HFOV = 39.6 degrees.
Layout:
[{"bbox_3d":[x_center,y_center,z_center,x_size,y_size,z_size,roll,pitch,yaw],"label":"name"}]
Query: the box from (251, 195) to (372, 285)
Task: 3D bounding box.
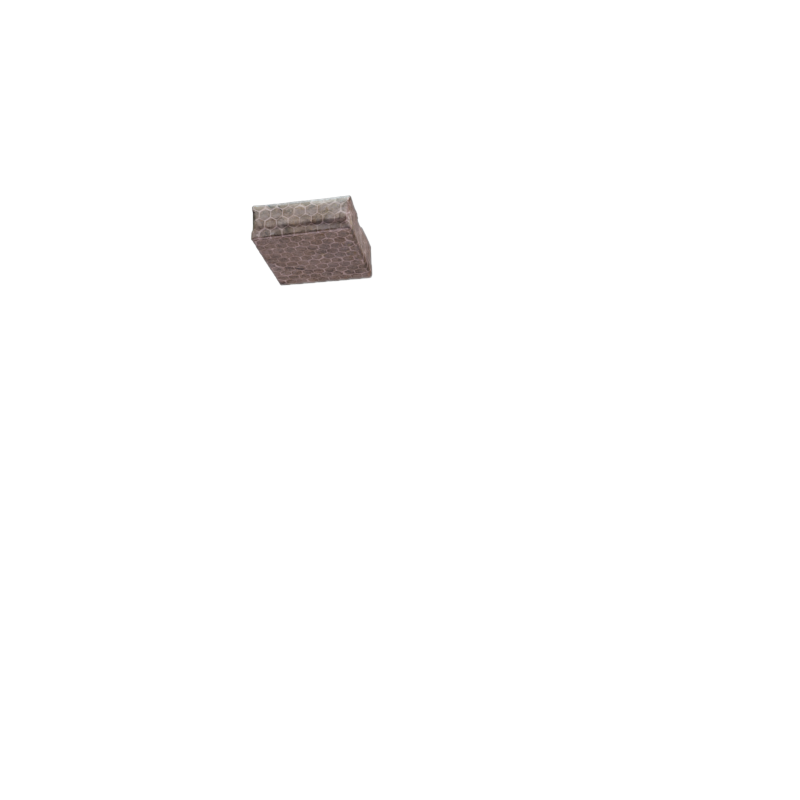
[{"bbox_3d":[-0.064,-0.117,0.819,0.074,0.032,0.084,-4,-21,10],"label":"box"}]
